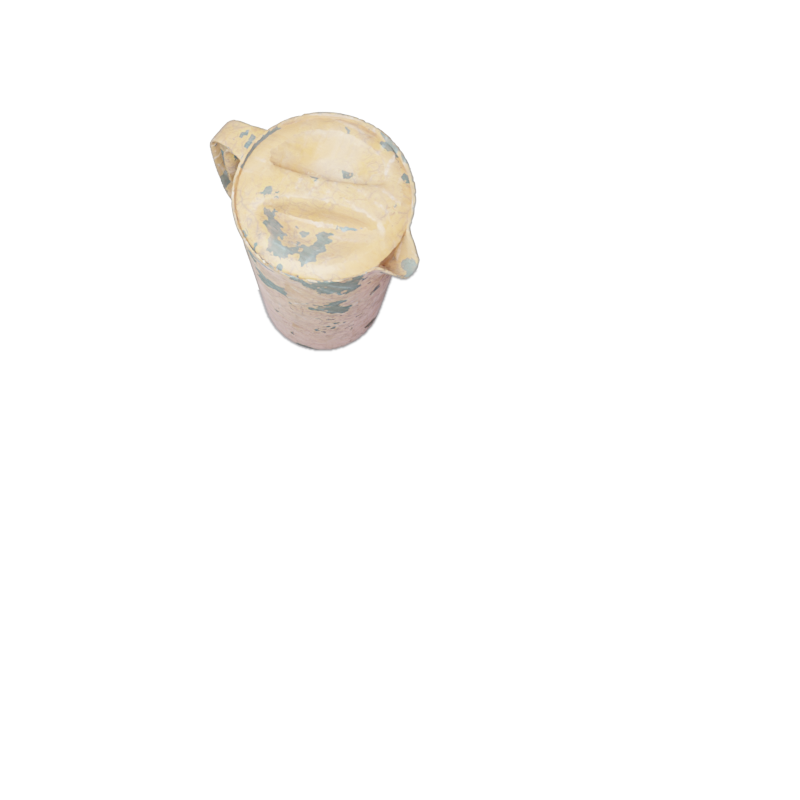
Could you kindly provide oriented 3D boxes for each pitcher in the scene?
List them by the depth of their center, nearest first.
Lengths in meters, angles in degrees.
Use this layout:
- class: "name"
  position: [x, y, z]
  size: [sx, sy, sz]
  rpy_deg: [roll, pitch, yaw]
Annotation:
- class: "pitcher"
  position: [-0.071, -0.129, 0.902]
  size: [0.144, 0.156, 0.234]
  rpy_deg: [-7, -15, -5]
